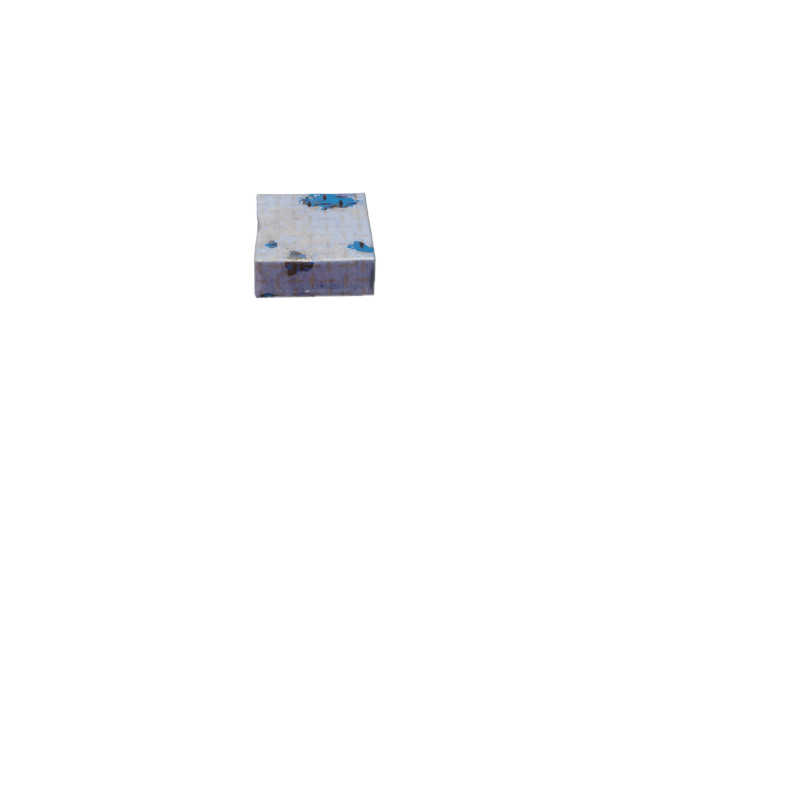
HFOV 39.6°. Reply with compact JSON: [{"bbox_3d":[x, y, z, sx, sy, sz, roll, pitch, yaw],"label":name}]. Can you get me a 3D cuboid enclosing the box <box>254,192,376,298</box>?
[{"bbox_3d":[-0.055,-0.100,0.700,0.073,0.028,0.095,-2,36,-3],"label":"box"}]
